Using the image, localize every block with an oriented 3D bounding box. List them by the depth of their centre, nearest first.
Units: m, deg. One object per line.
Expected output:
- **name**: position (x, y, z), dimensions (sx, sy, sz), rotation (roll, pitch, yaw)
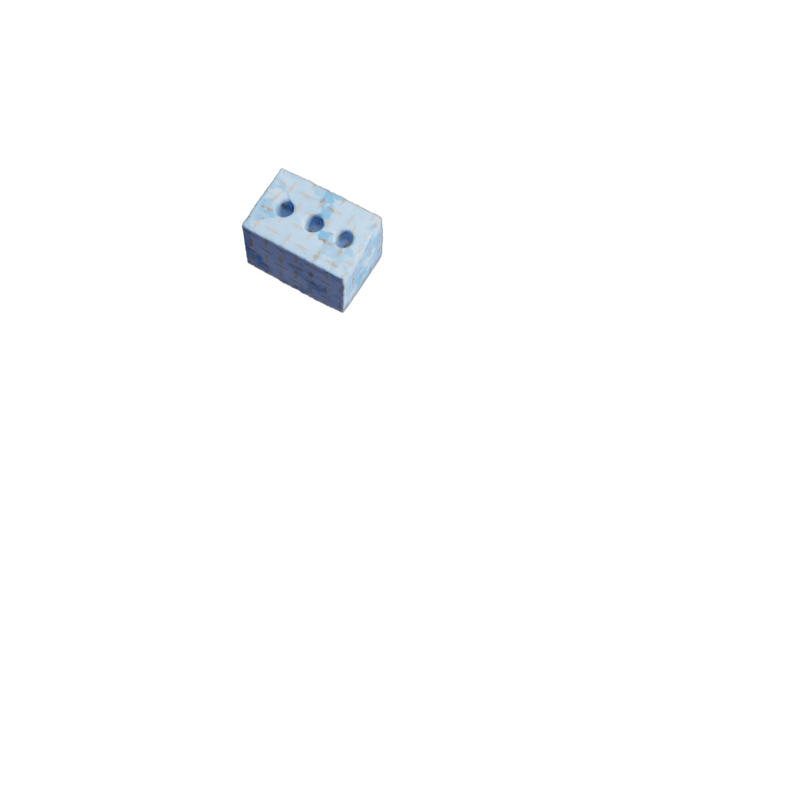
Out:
- **block**: position (-0.057, -0.103, 0.724), dimensions (0.080, 0.054, 0.048), rotation (27, -23, 12)
